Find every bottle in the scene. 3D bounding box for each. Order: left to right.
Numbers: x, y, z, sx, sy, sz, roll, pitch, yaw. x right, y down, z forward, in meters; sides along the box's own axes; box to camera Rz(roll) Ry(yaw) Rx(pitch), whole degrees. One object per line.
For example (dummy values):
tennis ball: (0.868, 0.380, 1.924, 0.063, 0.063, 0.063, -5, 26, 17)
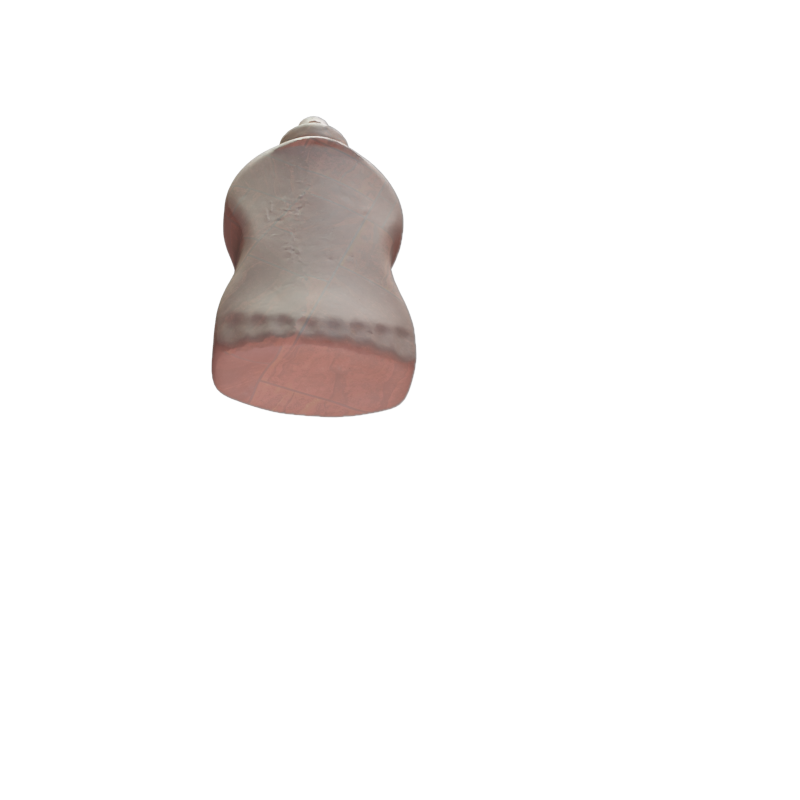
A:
bottle: (-0.046, -0.084, 0.583, 0.095, 0.206, 0.055, 2, -42, -6)
